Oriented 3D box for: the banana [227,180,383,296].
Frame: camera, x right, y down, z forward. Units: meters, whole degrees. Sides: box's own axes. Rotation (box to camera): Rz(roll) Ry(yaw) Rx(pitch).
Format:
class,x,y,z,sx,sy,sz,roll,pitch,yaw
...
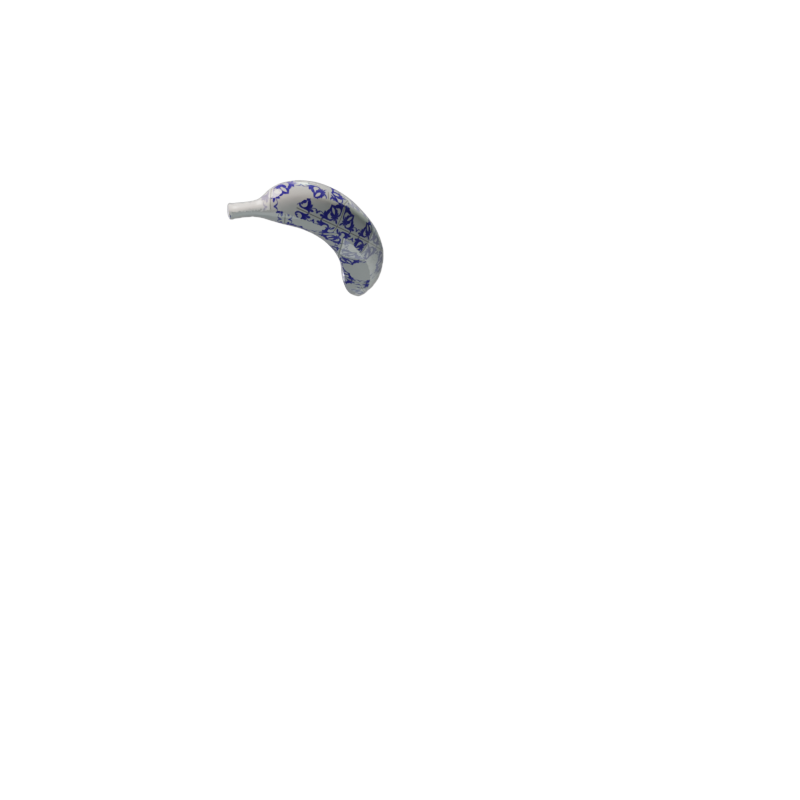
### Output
class,x,y,z,sx,sy,sz,roll,pitch,yaw
banana,-0.054,-0.129,0.866,0.071,0.039,0.185,-11,-21,27
